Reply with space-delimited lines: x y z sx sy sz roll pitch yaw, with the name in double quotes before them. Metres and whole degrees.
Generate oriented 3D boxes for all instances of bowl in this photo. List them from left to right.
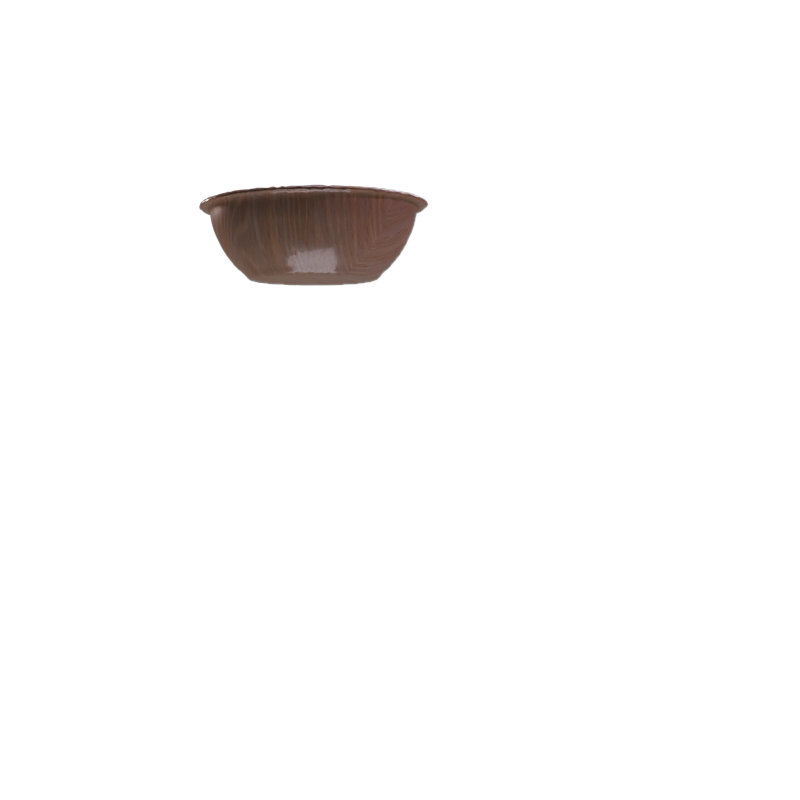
"bowl" -0.061 -0.112 0.783 0.162 0.056 0.161 0 0 -2
